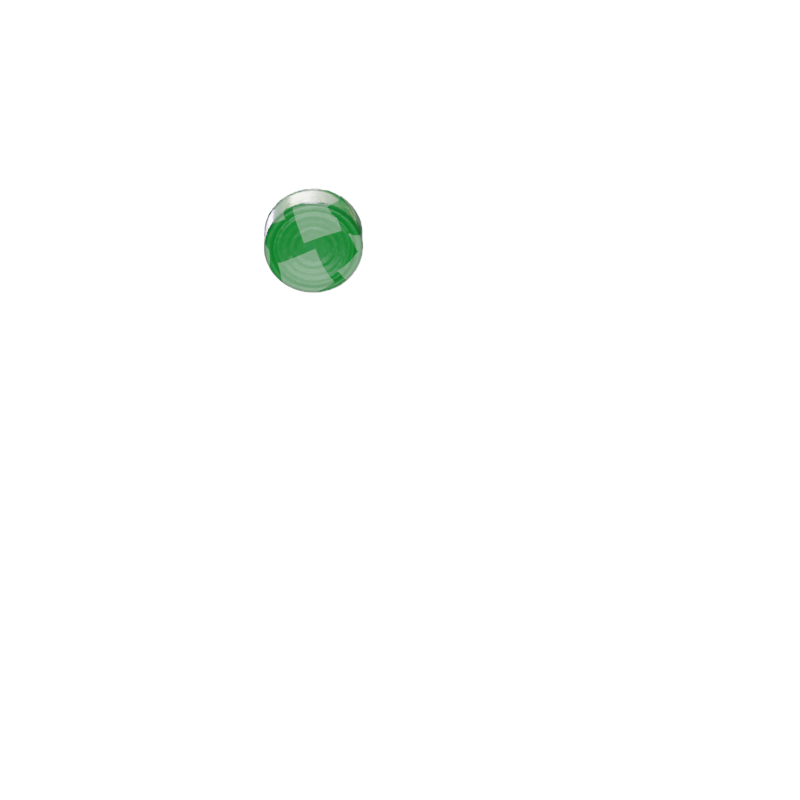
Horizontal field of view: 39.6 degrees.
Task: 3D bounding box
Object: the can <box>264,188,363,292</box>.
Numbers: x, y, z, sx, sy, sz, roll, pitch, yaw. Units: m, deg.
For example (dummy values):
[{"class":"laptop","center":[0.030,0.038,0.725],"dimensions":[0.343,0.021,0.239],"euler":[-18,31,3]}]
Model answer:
[{"class":"can","center":[-0.075,-0.136,0.952],"dimensions":[0.086,0.081,0.035],"euler":[1,27,-1]}]
